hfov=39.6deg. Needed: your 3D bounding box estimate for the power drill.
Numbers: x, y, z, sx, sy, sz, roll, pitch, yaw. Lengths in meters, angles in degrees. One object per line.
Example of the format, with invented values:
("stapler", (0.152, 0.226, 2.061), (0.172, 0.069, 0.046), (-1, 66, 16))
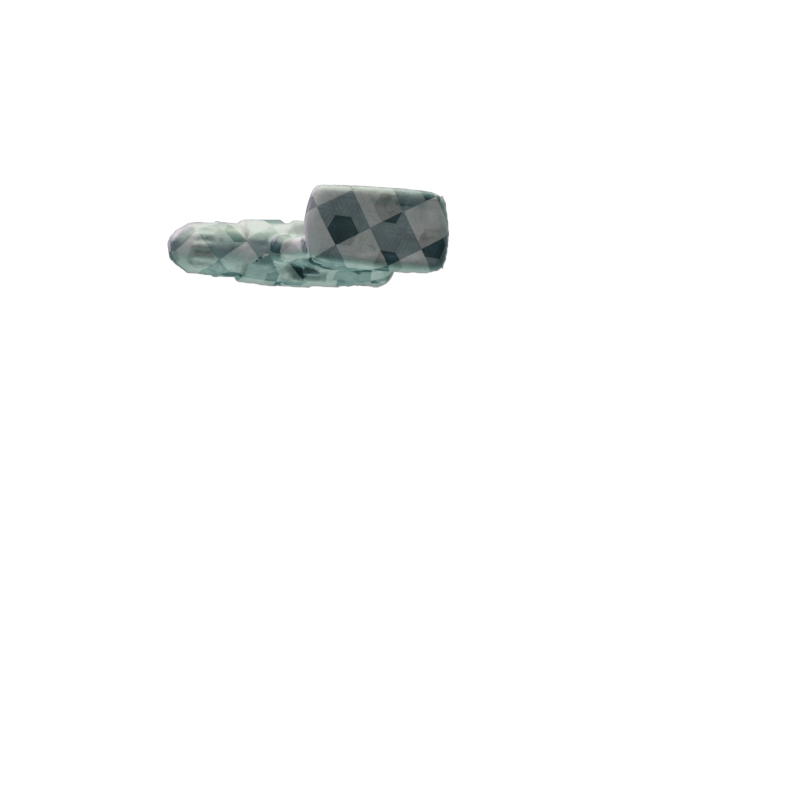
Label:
("power drill", (-0.063, -0.116, 0.811), (0.179, 0.058, 0.192), (-1, 1, -22))
